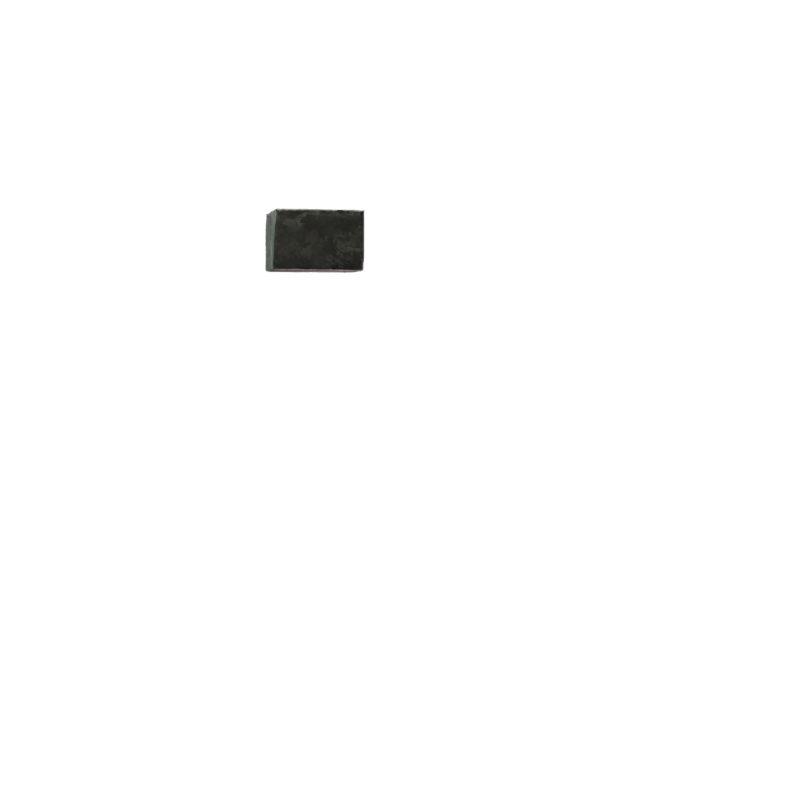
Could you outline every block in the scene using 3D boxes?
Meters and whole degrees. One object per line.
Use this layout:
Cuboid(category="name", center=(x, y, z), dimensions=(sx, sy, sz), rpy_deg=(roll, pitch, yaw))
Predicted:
Cuboid(category="block", center=(-0.074, -0.134, 0.940), dimensions=(0.077, 0.051, 0.053), rpy_deg=(-1, 1, -13))
